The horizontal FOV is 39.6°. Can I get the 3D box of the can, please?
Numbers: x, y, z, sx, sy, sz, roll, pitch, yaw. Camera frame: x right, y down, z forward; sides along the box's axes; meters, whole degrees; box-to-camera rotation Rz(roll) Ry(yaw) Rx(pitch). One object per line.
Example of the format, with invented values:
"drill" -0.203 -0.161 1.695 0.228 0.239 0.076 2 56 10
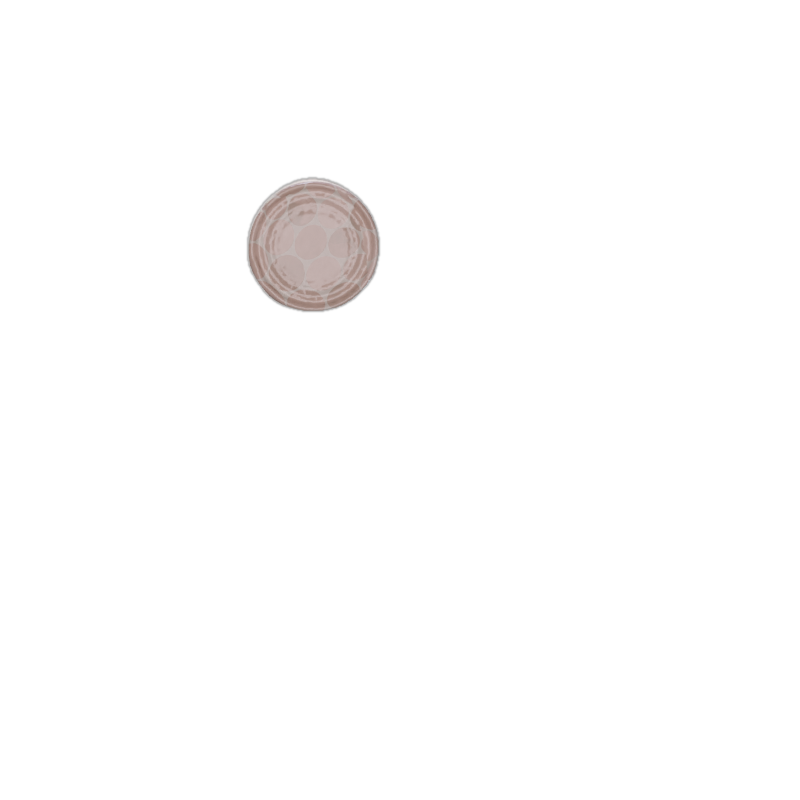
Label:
"can" -0.047 -0.086 0.601 0.068 0.068 0.104 0 9 -3
